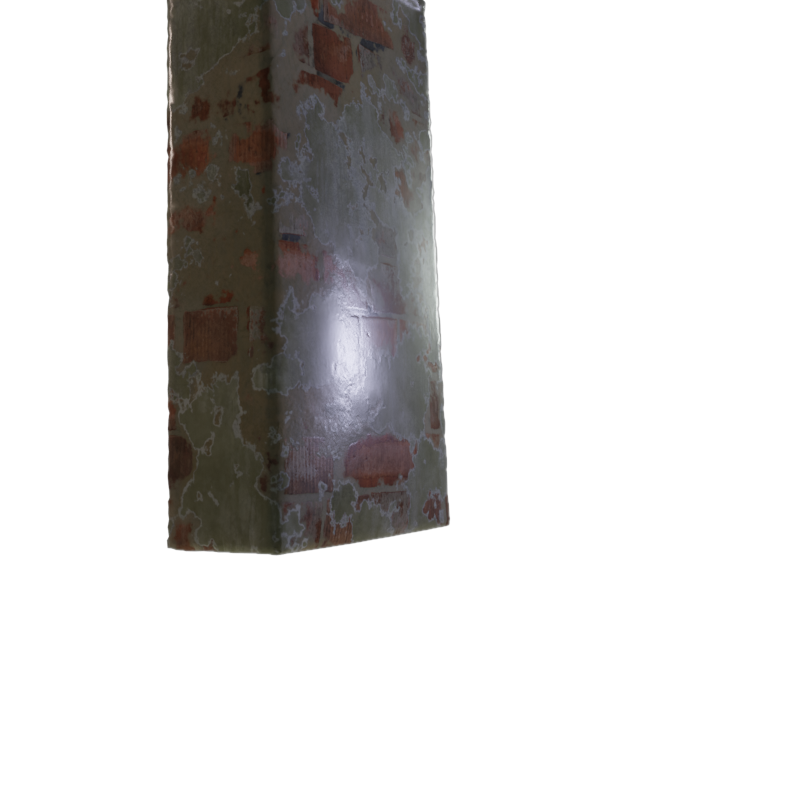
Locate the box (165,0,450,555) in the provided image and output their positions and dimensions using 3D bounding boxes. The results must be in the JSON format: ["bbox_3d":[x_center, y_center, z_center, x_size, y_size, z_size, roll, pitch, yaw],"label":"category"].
[{"bbox_3d":[-0.026,-0.048,0.339,0.049,0.179,0.089,-5,-8,33],"label":"box"}]
